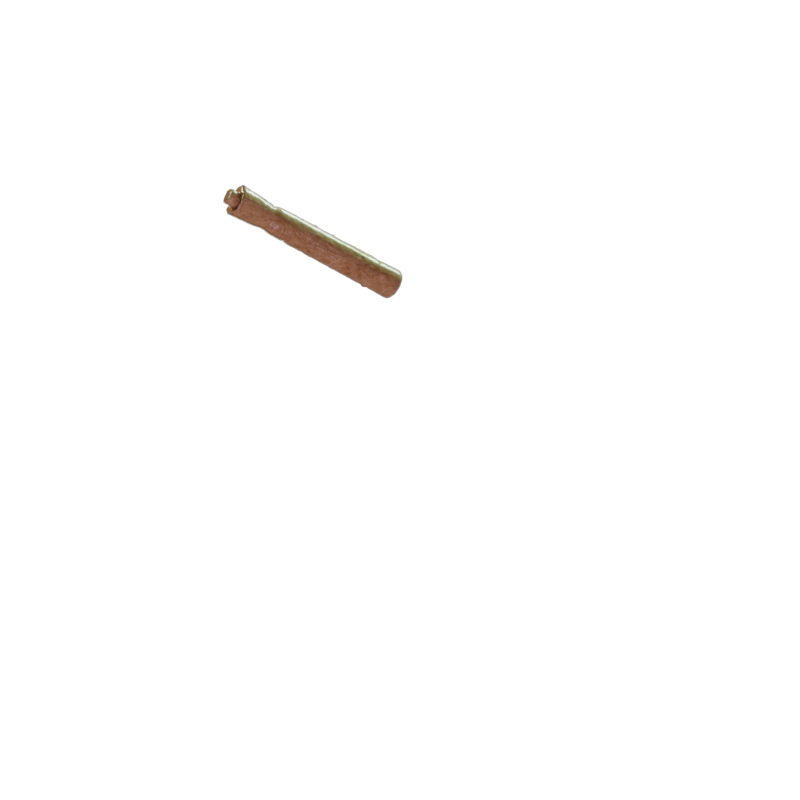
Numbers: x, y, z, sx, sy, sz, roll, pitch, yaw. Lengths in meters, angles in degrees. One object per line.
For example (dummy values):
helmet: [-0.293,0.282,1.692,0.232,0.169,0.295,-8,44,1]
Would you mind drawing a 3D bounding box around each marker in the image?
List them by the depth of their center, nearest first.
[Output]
marker: [-0.051,-0.093,0.648,0.115,0.020,0.020,26,-9,-26]
